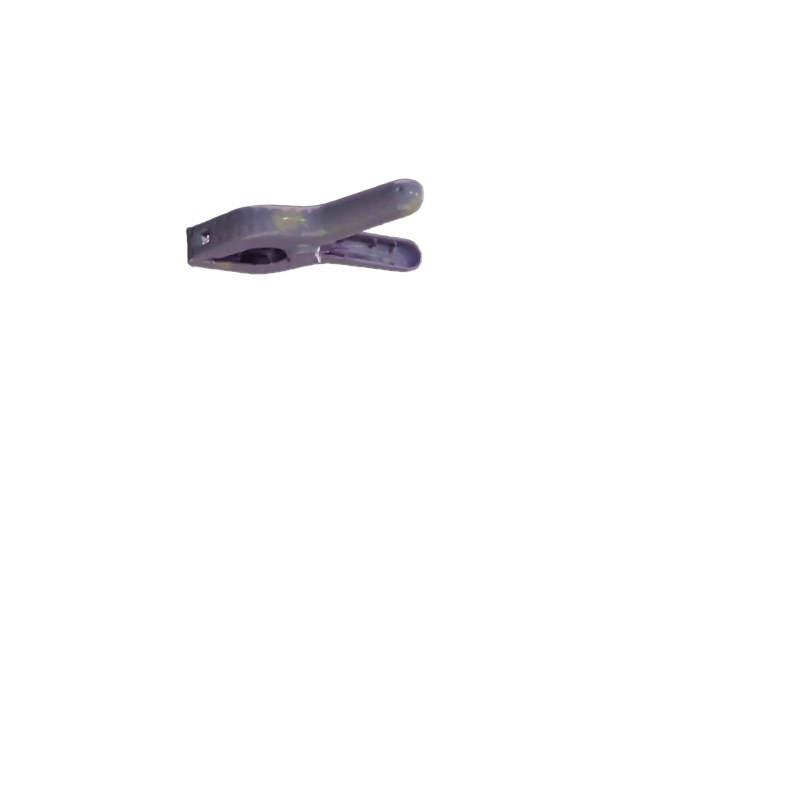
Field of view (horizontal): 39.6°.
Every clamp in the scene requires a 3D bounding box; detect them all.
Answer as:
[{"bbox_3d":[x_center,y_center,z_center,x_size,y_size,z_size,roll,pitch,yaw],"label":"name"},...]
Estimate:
[{"bbox_3d":[-0.061,-0.111,0.781,0.173,0.041,0.112,-5,-23,11],"label":"clamp"}]
